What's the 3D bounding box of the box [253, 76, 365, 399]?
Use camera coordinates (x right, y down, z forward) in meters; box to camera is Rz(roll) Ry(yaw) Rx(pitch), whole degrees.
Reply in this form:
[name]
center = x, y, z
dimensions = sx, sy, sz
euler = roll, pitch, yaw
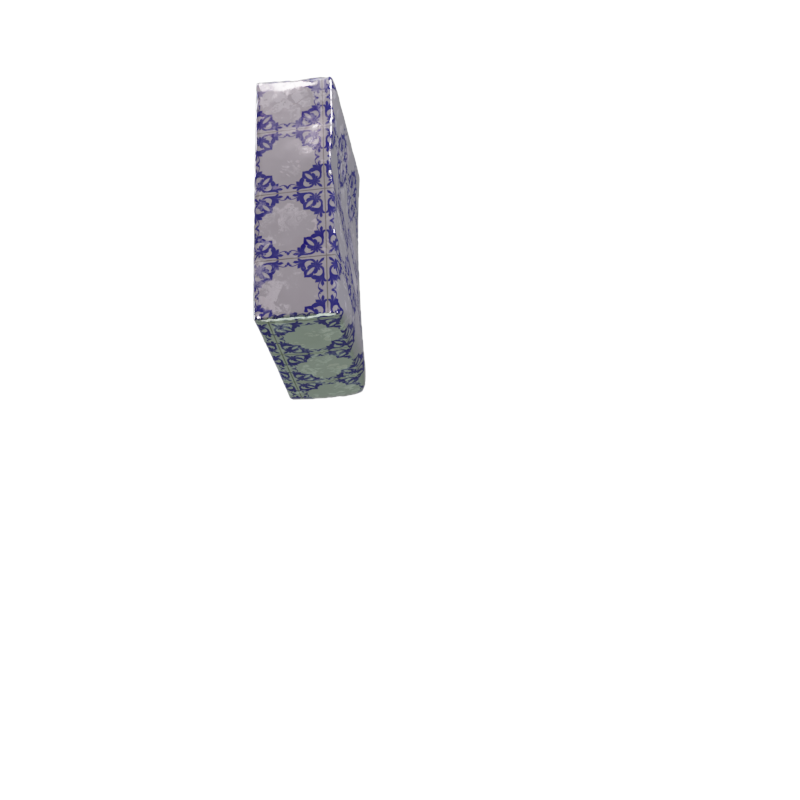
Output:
[box]
center = -0.071, -0.129, 0.905
dimensions = 0.072, 0.227, 0.154
euler = -4, -26, 5
